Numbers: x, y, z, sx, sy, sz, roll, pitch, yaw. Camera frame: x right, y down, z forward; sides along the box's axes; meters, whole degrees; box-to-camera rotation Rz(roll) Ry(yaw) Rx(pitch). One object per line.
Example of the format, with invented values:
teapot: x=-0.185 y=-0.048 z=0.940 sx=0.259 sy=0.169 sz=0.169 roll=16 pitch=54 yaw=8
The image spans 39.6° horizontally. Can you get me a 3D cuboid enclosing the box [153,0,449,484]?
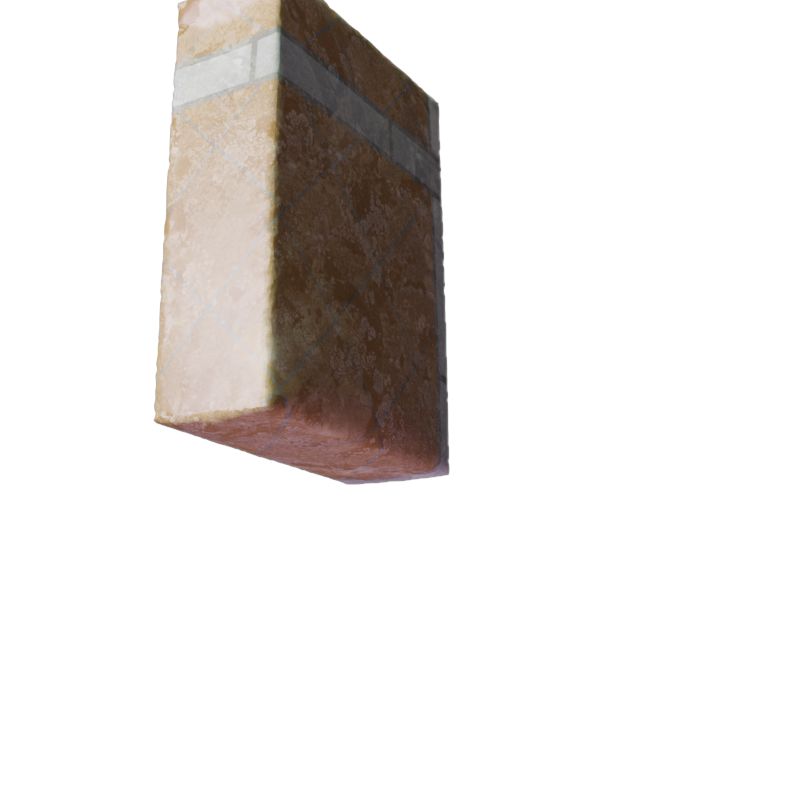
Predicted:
box: x=-0.043 y=-0.078 z=0.547 sx=0.073 sy=0.224 sz=0.154 roll=-13 pitch=-22 yaw=28
